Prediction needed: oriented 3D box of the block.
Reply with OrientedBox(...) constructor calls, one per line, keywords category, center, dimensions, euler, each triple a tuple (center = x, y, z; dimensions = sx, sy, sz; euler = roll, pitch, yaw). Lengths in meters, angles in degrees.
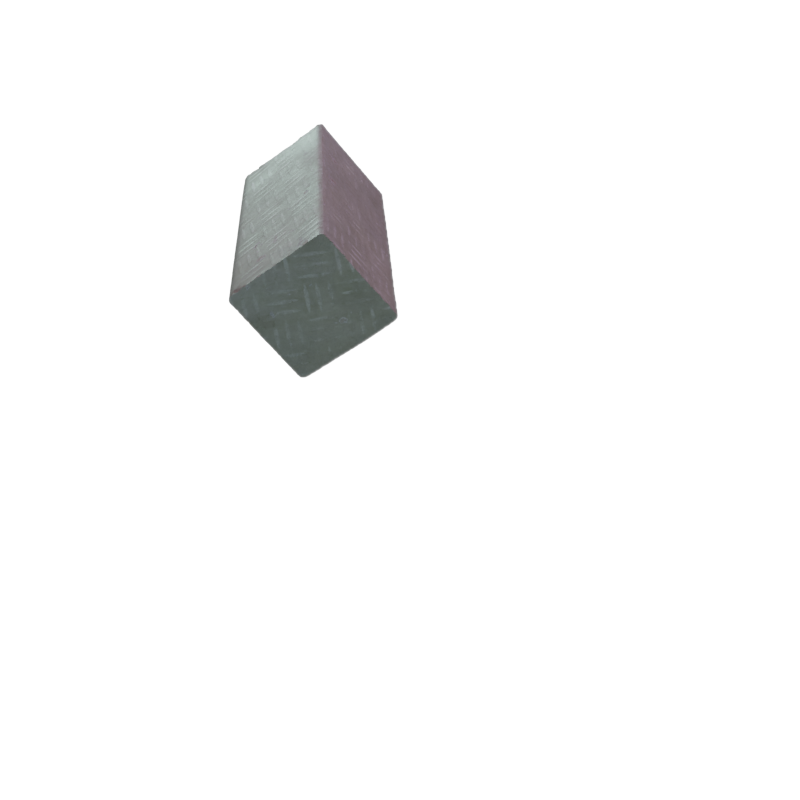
OrientedBox(category="block", center=(-0.069, -0.125, 0.879), dimensions=(0.090, 0.085, 0.220), euler=(-33, 29, 17))
